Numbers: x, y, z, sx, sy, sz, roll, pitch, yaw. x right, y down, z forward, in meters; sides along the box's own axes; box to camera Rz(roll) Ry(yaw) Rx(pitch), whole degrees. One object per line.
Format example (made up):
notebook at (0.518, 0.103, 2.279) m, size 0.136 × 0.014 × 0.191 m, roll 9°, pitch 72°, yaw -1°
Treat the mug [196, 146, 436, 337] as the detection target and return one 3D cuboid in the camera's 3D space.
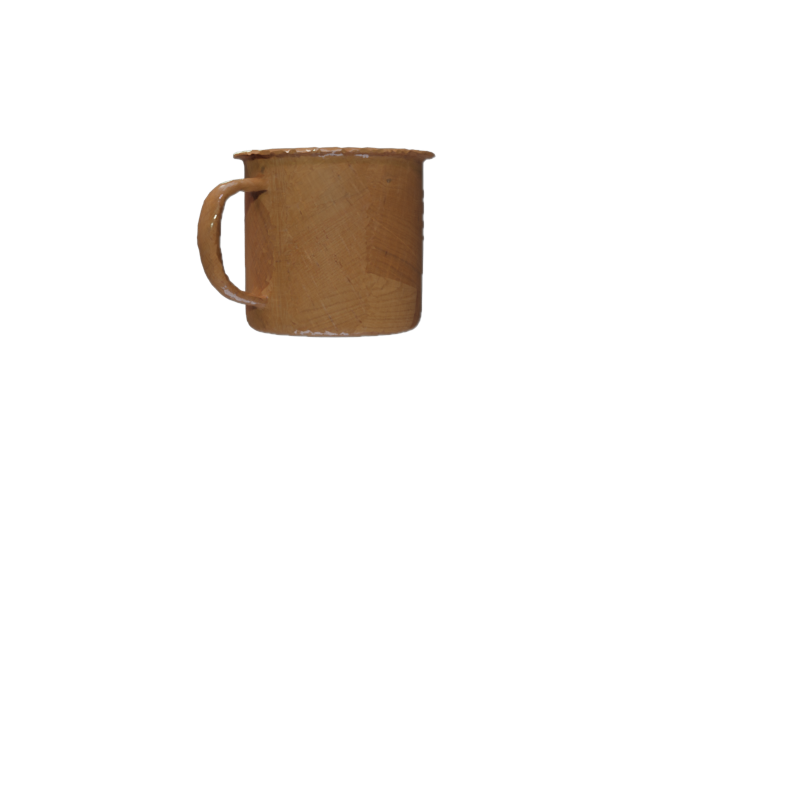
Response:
mug at (-0.039, -0.072, 0.503) m, size 0.113 × 0.081 × 0.097 m, roll -6°, pitch 9°, yaw -41°
